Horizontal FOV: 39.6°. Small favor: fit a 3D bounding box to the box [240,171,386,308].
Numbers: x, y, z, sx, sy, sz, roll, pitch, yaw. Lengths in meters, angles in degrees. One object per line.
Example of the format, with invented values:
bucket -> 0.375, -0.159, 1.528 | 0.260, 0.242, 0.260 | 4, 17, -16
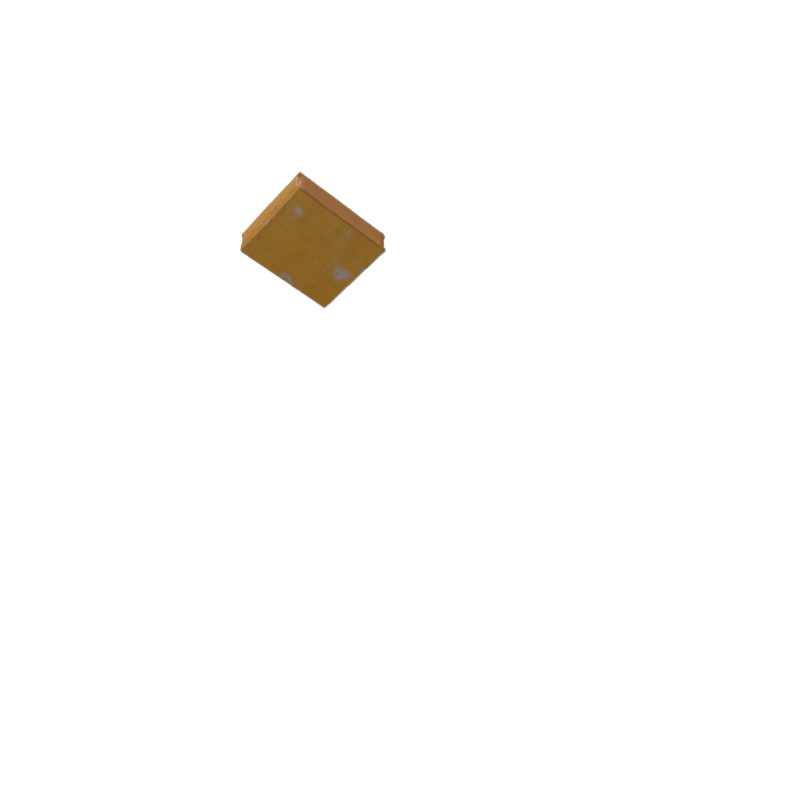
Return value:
box -> -0.067, -0.123, 0.860 | 0.085, 0.072, 0.032 | 35, 28, -22
